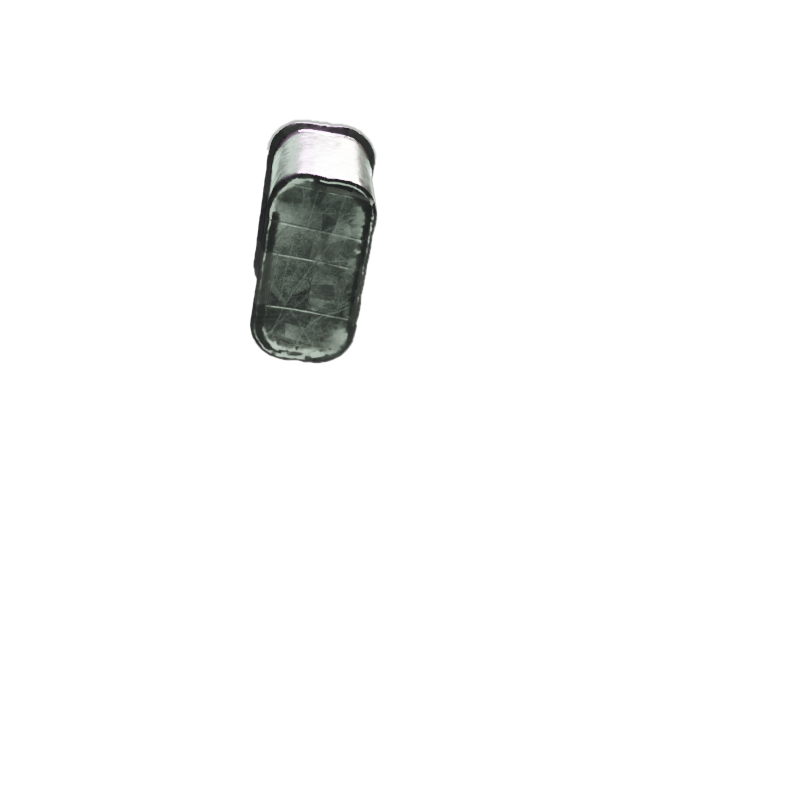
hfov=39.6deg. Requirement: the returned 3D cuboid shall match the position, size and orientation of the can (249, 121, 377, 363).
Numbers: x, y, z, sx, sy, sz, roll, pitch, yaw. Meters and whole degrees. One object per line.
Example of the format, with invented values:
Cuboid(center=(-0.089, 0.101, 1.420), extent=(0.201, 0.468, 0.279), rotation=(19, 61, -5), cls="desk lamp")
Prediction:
Cuboid(center=(-0.044, -0.080, 0.561), extent=(0.057, 0.097, 0.088), rotation=(8, 25, -7), cls="can")
